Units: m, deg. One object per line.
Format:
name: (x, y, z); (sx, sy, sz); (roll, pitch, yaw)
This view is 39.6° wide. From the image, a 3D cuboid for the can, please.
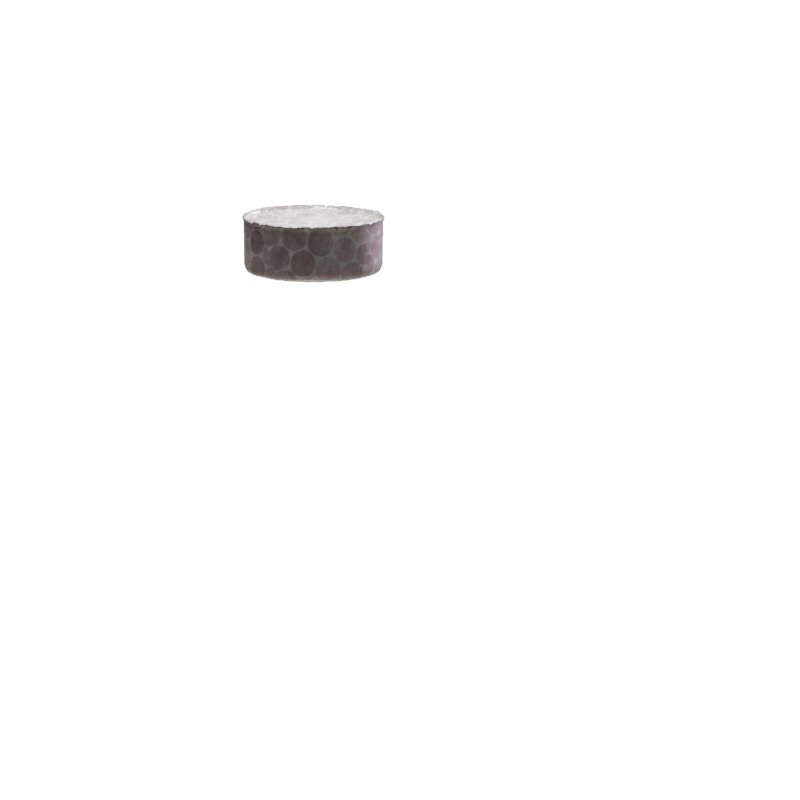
can: (-0.053, -0.096, 0.673); (0.086, 0.032, 0.089); (-1, 17, -2)
